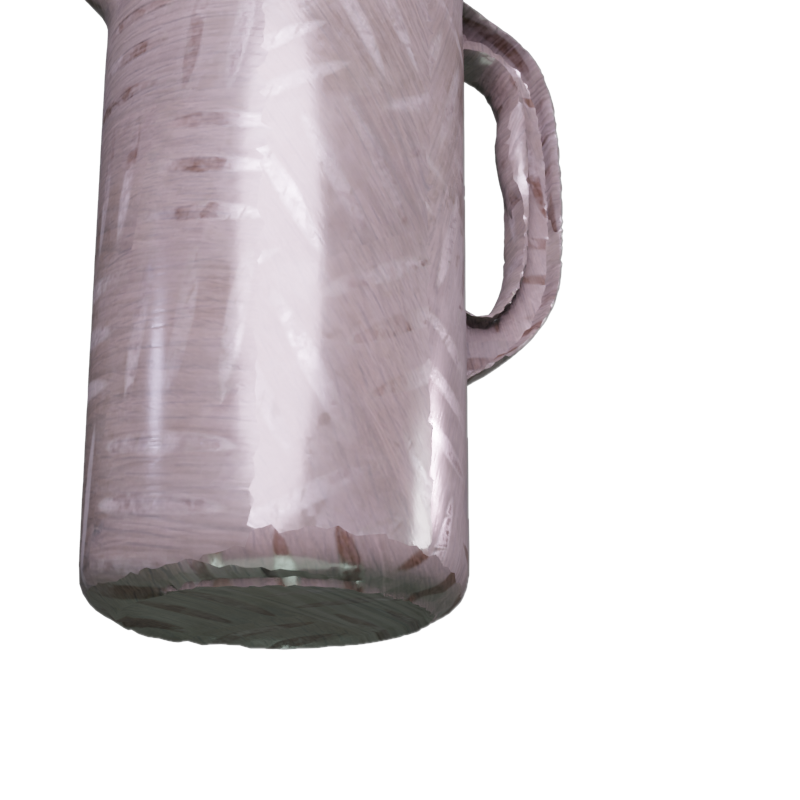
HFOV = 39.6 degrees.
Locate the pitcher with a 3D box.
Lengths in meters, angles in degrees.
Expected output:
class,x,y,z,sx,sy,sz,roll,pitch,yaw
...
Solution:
class,x,y,z,sx,sy,sz,roll,pitch,yaw
pitcher,-0.029,-0.052,0.366,0.151,0.258,0.134,-11,-28,18
